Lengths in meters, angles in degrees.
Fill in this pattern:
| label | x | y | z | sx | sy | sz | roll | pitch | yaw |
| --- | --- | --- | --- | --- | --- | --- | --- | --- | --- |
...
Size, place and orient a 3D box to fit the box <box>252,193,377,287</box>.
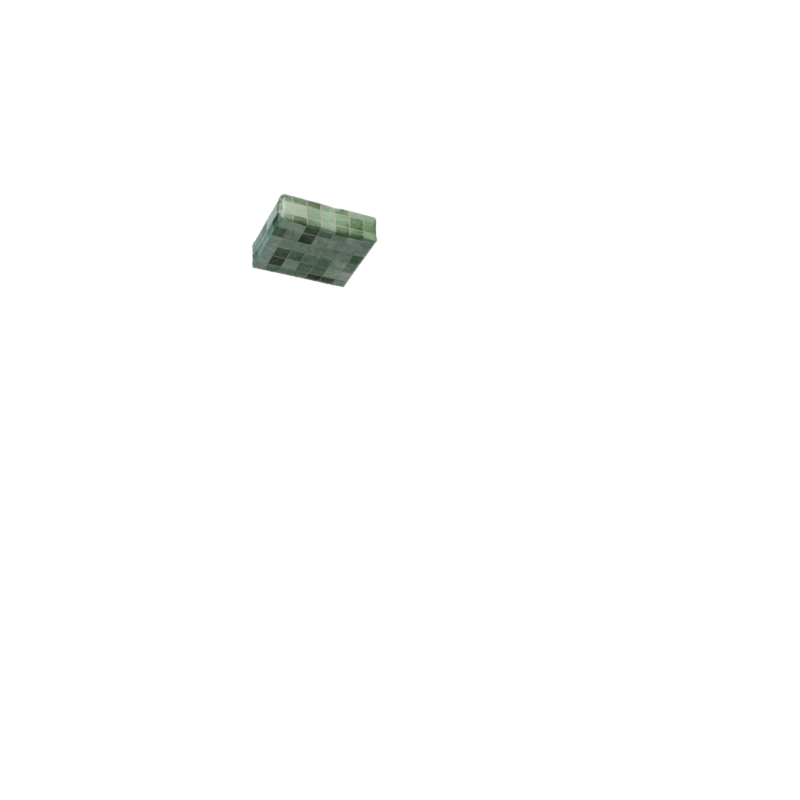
| label | x | y | z | sx | sy | sz | roll | pitch | yaw |
| --- | --- | --- | --- | --- | --- | --- | --- | --- | --- |
| box | -0.075 | -0.136 | 0.952 | 0.086 | 0.032 | 0.070 | 13 | -36 | -19 |
